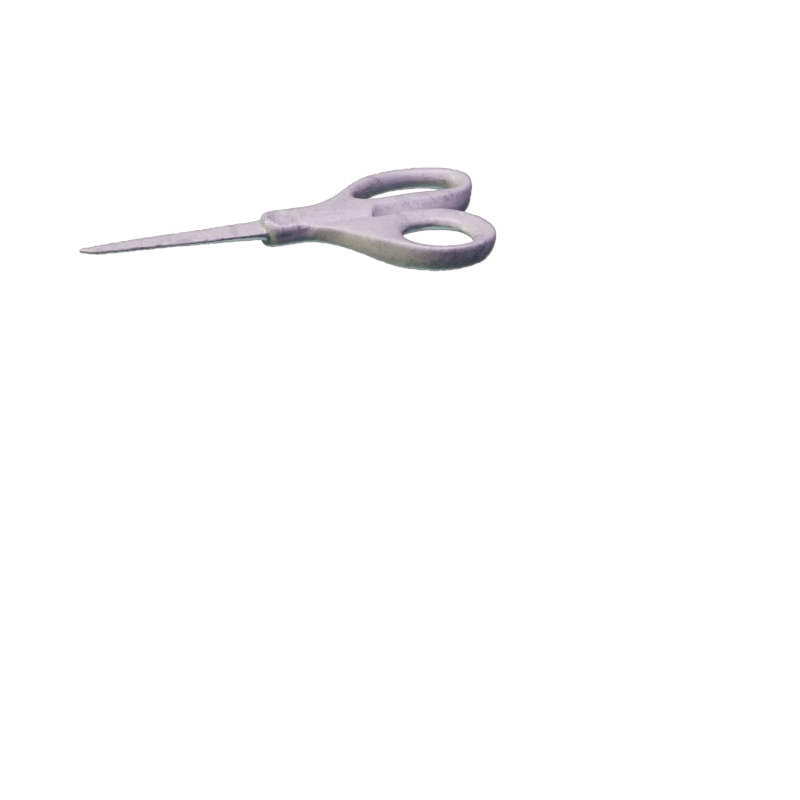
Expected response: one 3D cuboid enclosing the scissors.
[{"bbox_3d":[-0.042,-0.076,0.531,0.199,0.015,0.104,-20,40,-26],"label":"scissors"}]
